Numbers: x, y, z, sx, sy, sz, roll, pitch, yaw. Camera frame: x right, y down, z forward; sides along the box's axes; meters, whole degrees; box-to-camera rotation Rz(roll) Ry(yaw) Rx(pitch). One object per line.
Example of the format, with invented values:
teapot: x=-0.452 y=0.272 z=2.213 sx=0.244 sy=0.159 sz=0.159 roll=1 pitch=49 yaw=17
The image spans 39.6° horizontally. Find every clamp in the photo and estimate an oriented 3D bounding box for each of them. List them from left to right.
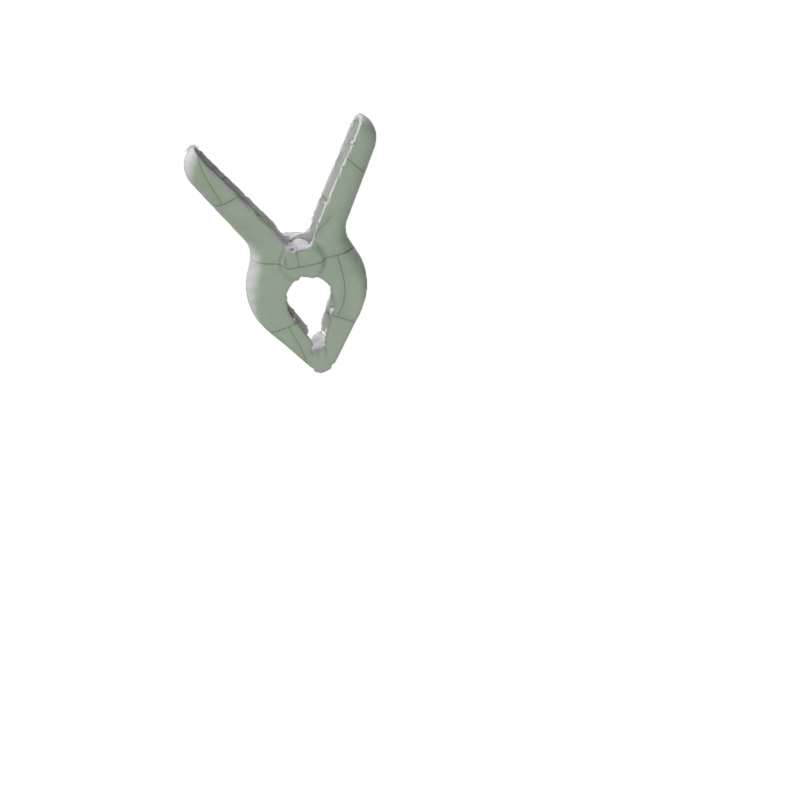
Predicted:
clamp: x=-0.056 y=-0.102 z=0.715 sx=0.120 sy=0.161 sz=0.041 roll=-16 pitch=26 yaw=8
